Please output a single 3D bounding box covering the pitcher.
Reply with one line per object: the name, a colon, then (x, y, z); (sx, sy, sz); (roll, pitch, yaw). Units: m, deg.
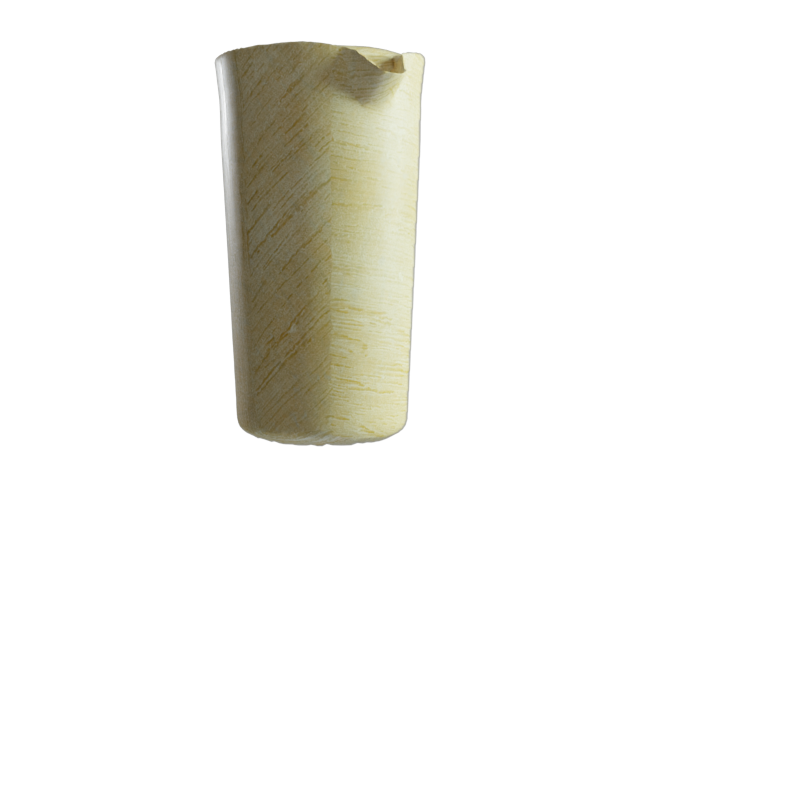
pitcher: (-0.056, -0.101, 0.710); (0.147, 0.243, 0.147); (0, 2, 11)
